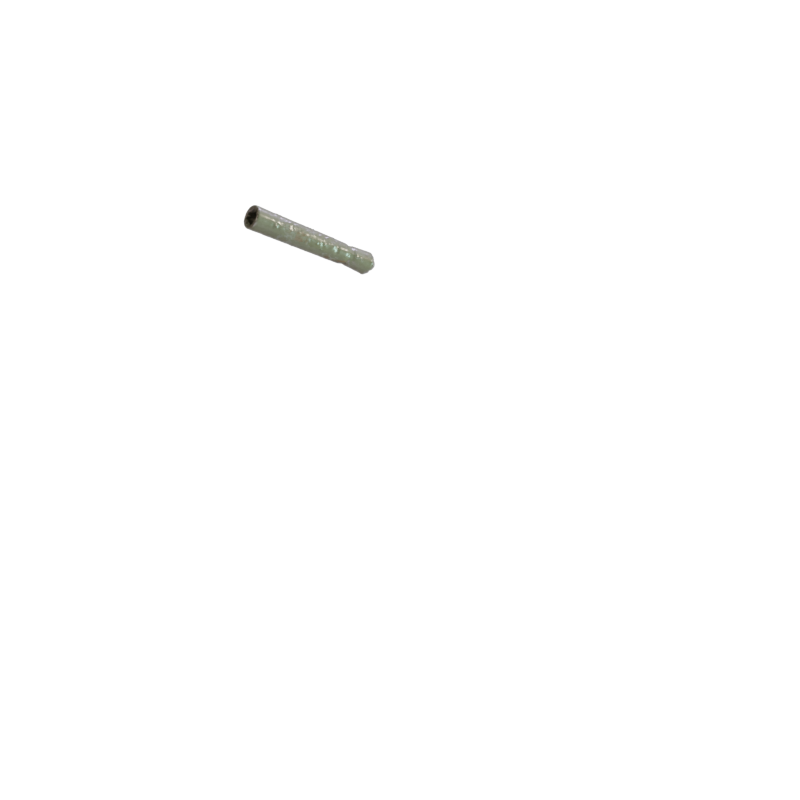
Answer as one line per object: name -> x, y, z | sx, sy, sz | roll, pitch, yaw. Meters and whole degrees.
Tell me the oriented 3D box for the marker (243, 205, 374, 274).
marker -> -0.067, -0.123, 0.860 | 0.114, 0.020, 0.021 | 18, -8, -36
